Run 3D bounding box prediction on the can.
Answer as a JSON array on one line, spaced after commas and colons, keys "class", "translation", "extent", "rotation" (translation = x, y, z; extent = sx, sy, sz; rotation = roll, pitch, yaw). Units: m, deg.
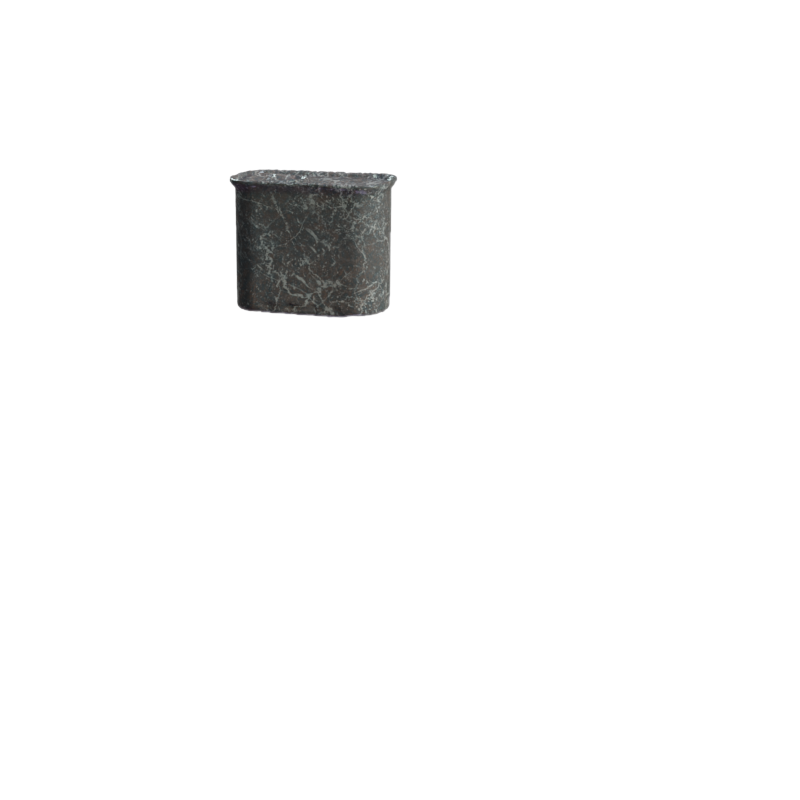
[{"class": "can", "translation": [-0.055, -0.100, 0.700], "extent": [0.104, 0.081, 0.058], "rotation": [5, 15, 15]}]
